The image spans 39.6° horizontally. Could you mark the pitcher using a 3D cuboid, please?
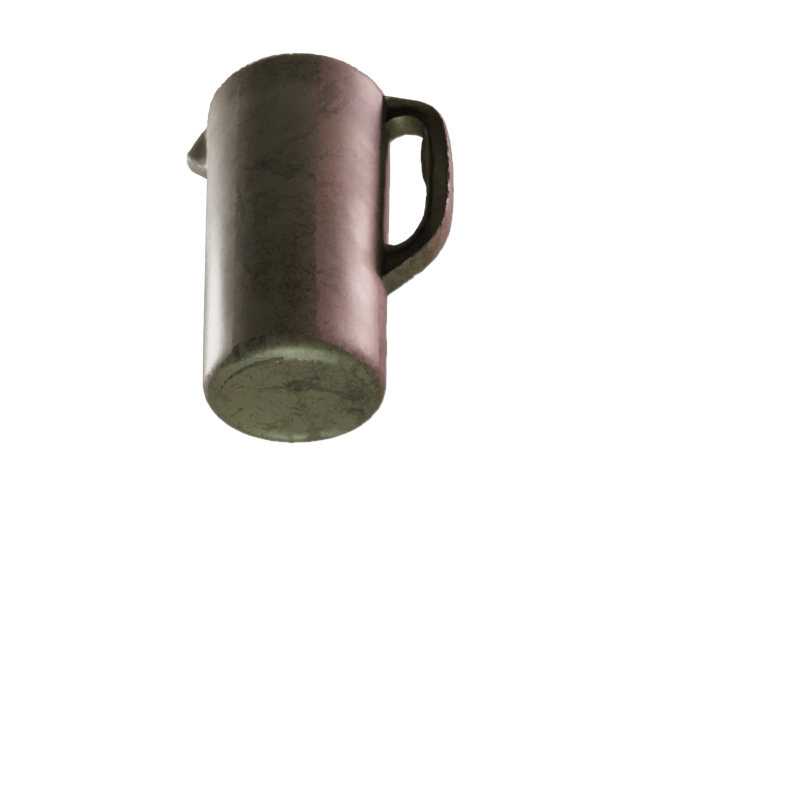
[{"bbox_3d":[-0.056,-0.103,0.718,0.138,0.261,0.146,20,-43,-27],"label":"pitcher"}]
